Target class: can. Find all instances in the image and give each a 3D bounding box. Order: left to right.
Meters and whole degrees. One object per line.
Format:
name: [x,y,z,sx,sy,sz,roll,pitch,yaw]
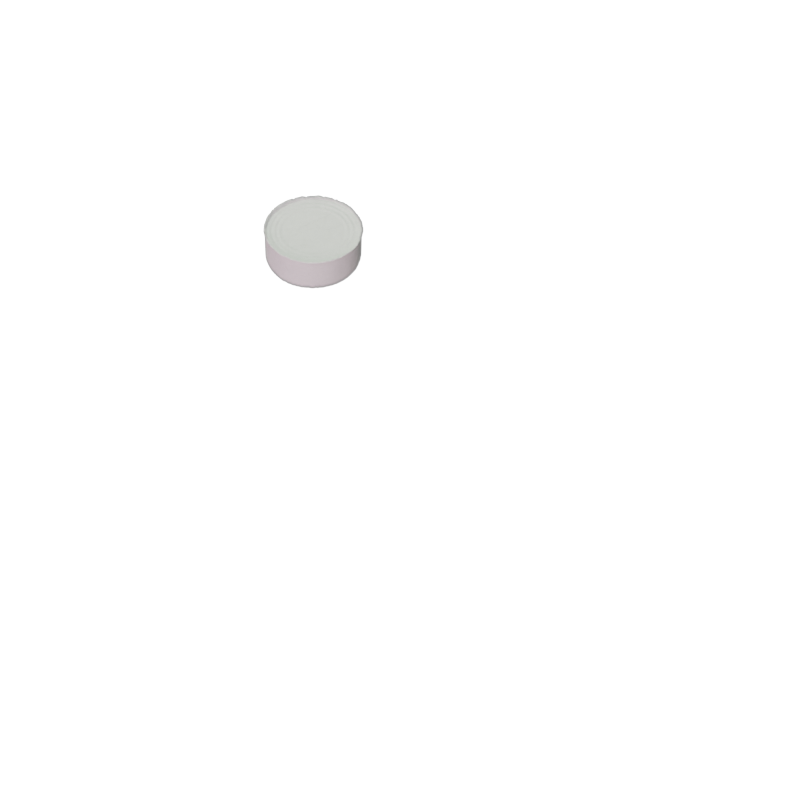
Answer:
can: [-0.076,-0.138,0.969,0.086,0.092,0.031,-1,-43,-1]
